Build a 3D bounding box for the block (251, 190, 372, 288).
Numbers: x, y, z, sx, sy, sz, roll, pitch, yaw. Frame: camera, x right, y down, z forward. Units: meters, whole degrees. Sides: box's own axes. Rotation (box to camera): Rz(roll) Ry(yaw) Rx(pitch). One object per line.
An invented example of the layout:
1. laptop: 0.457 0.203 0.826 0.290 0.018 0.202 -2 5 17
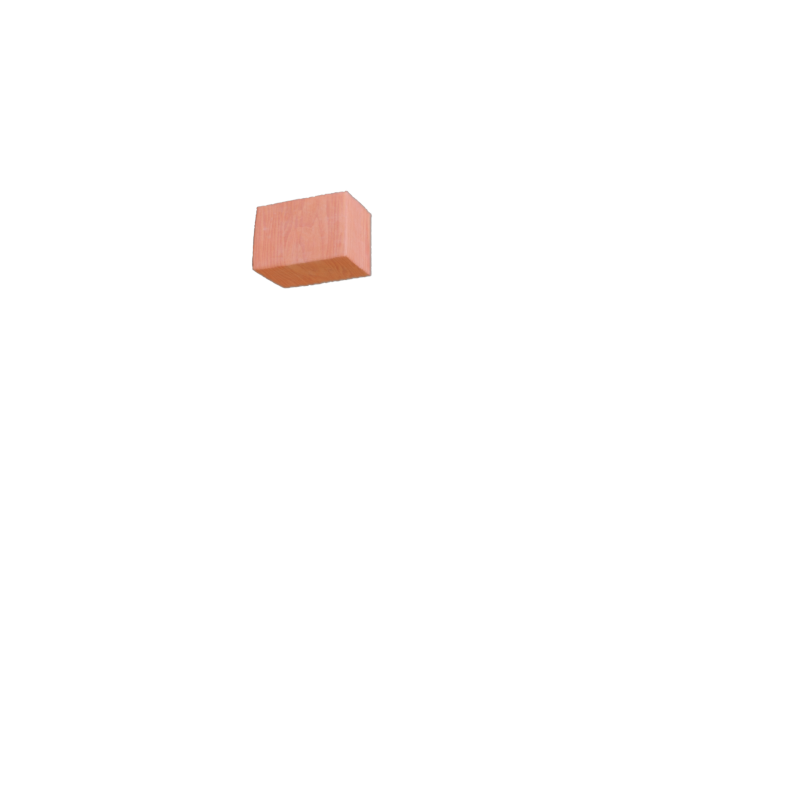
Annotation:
1. block: -0.066 -0.120 0.838 0.079 0.053 0.049 -7 -18 21
